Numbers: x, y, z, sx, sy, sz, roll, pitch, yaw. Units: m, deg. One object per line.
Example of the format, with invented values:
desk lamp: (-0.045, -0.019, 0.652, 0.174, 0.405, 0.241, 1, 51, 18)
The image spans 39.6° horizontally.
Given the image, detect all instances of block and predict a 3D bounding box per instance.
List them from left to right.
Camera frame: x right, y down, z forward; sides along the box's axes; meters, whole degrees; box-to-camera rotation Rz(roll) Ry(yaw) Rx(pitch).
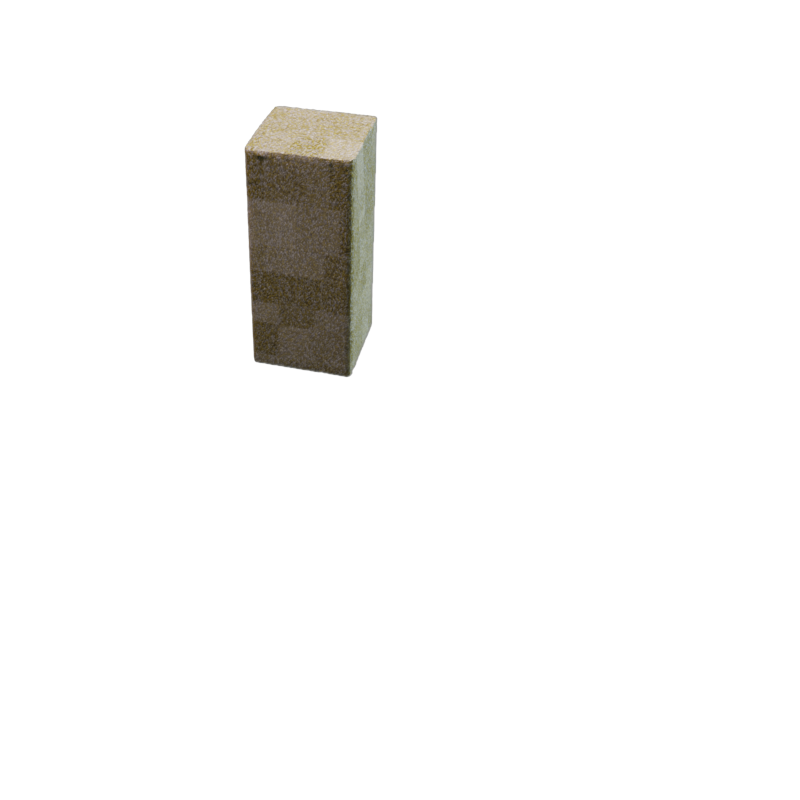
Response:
block: (-0.074, -0.134, 0.938, 0.092, 0.193, 0.094, 9, 34, 10)
